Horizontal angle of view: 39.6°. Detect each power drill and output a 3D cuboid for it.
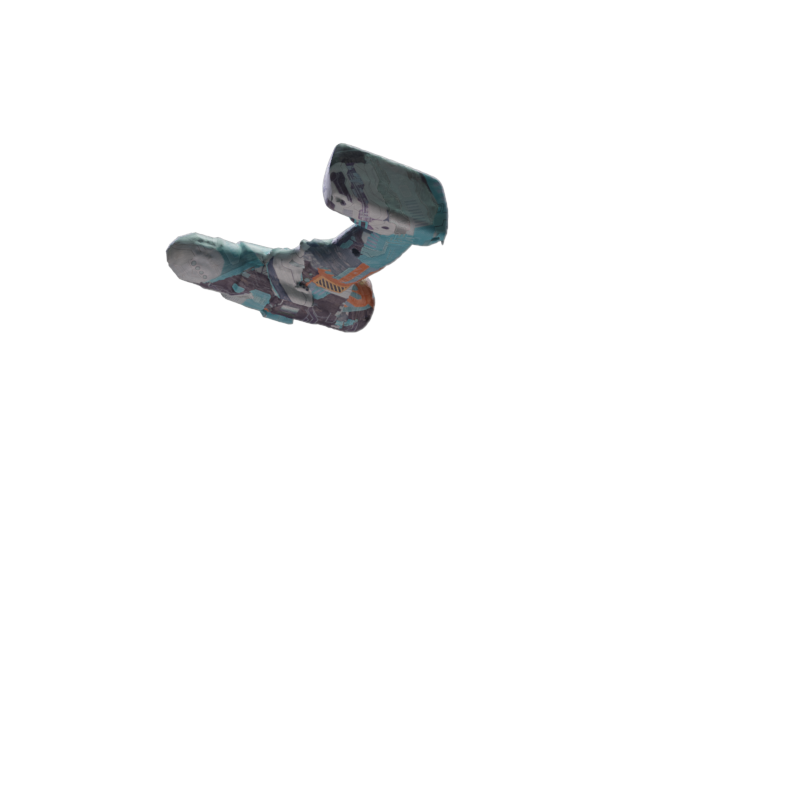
[{"bbox_3d":[-0.067,-0.123,0.861,0.176,0.061,0.185,15,-30,-29],"label":"power drill"}]
